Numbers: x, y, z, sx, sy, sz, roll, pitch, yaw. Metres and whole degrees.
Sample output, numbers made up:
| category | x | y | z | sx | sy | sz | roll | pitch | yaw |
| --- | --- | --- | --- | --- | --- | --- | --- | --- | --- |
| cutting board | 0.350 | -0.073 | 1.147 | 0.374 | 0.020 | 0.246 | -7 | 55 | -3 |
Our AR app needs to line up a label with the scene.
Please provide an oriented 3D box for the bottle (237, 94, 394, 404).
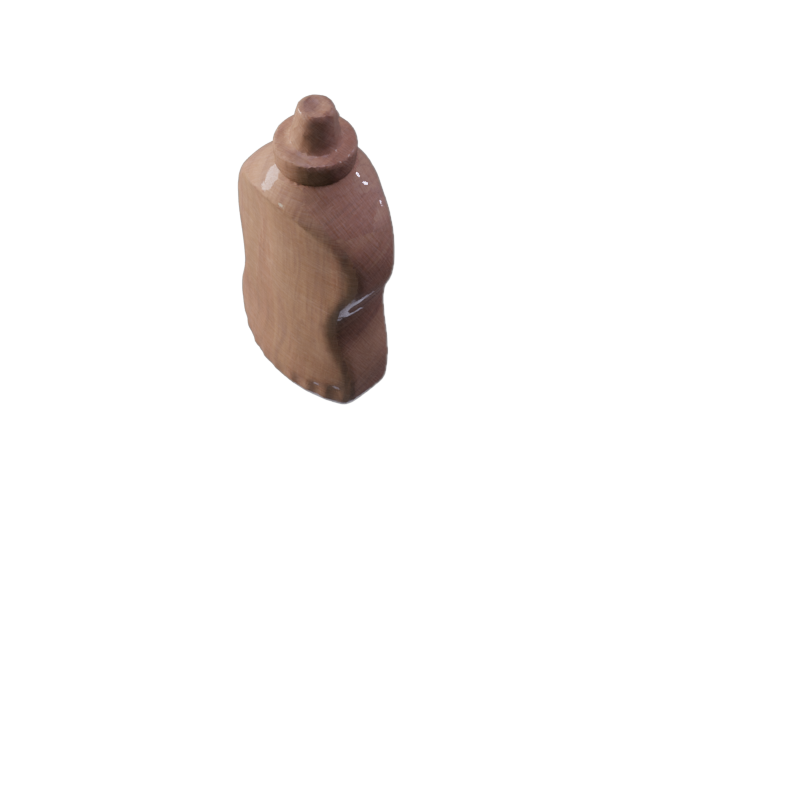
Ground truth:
| category | x | y | z | sx | sy | sz | roll | pitch | yaw |
| --- | --- | --- | --- | --- | --- | --- | --- | --- | --- |
| bottle | -0.045 | -0.084 | 0.585 | 0.059 | 0.102 | 0.179 | -33 | -28 | -24 |
